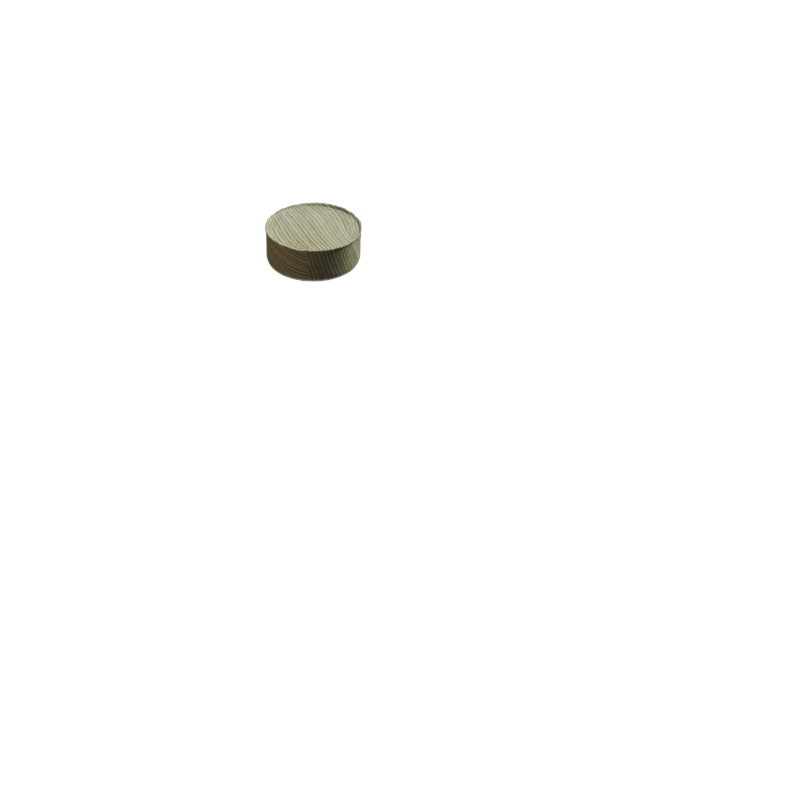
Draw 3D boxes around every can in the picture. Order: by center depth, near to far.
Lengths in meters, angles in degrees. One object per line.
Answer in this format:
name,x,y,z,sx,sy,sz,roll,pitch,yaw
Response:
can,-0.077,-0.141,0.989,0.086,0.031,0.092,-1,36,-2
